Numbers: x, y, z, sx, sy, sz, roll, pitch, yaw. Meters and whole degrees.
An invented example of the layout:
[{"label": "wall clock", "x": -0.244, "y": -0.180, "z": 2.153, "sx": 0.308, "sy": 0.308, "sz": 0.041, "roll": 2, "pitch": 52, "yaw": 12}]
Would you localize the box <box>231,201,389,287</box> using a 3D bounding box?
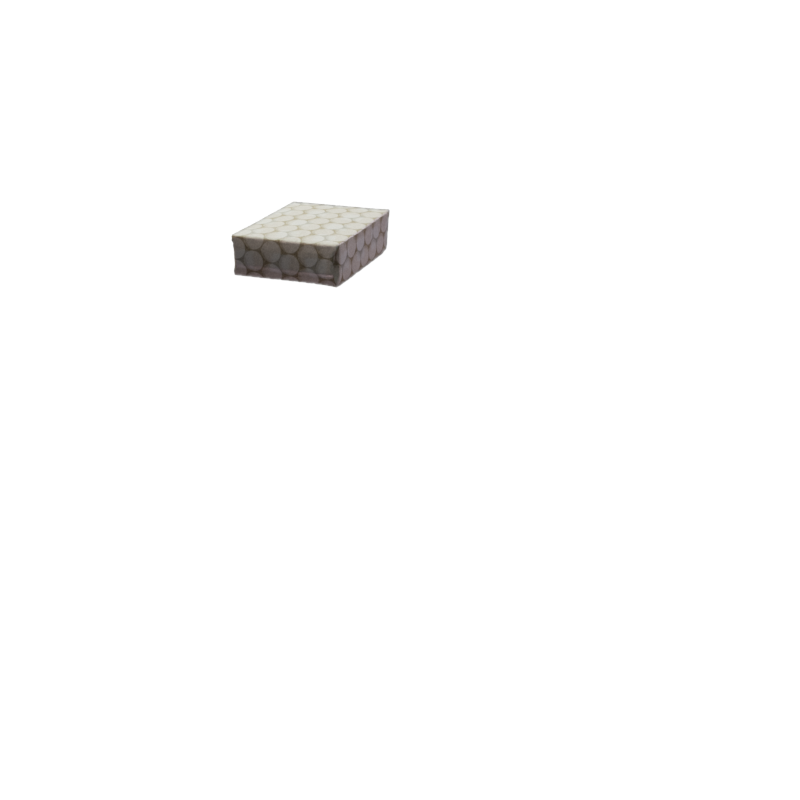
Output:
[{"label": "box", "x": -0.069, "y": -0.126, "z": 0.885, "sx": 0.093, "sy": 0.037, "sz": 0.114, "roll": 8, "pitch": 23, "yaw": 20}]
